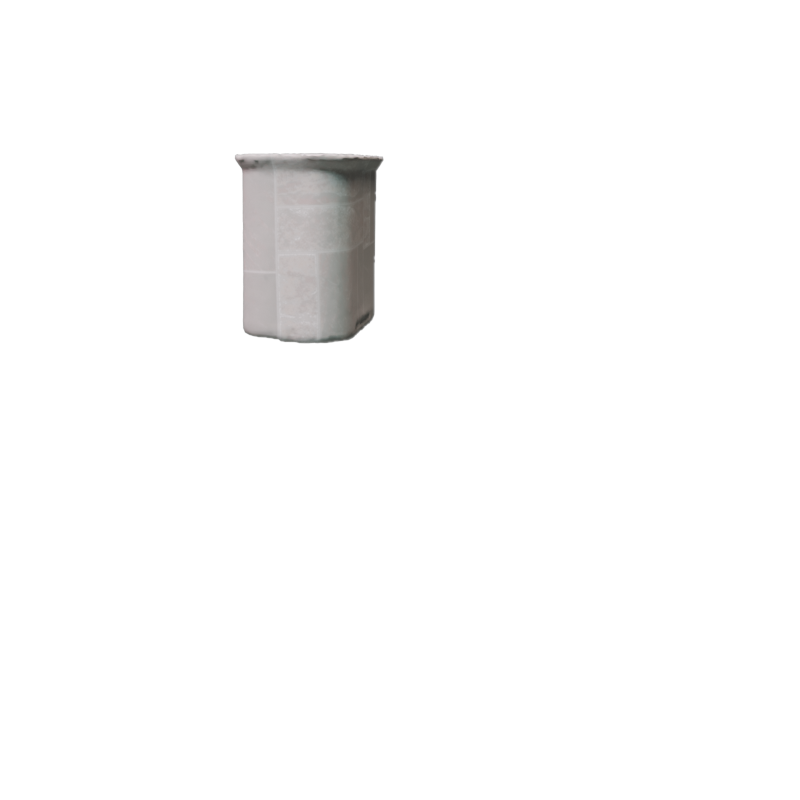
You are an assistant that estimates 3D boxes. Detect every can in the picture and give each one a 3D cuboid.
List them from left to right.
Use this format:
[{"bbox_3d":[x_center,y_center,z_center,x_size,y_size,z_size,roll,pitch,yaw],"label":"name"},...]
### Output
[{"bbox_3d":[-0.042,-0.076,0.533,0.058,0.083,0.102,1,9,9],"label":"can"}]
